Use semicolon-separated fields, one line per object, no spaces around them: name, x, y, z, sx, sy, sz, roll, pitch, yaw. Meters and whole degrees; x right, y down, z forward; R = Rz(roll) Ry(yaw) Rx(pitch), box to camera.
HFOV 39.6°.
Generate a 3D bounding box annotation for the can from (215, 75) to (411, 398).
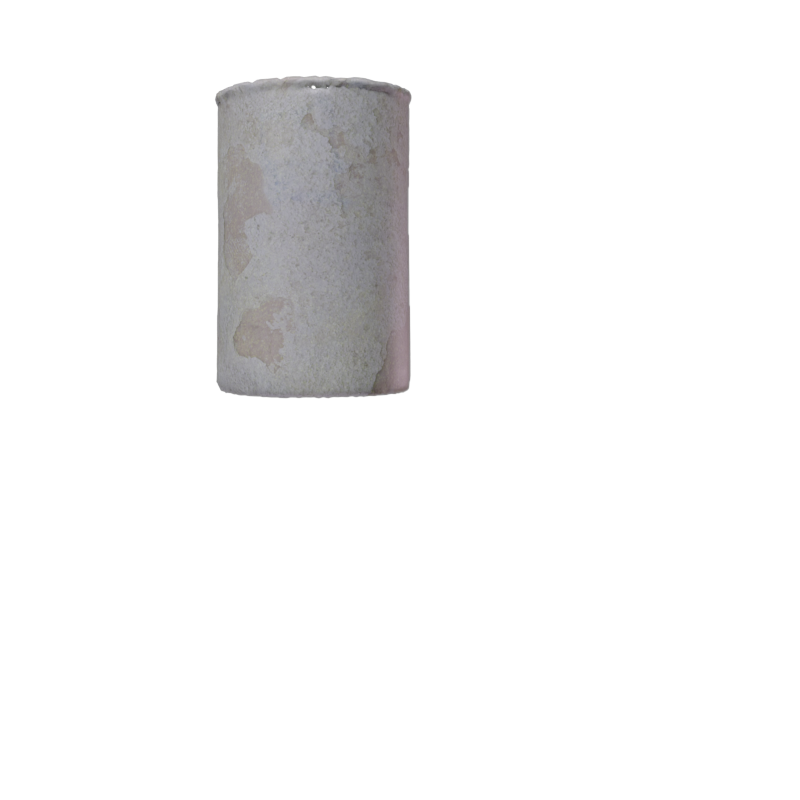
can;-0.030;-0.055;0.382;0.068;0.103;0.068;0;-1;-2
